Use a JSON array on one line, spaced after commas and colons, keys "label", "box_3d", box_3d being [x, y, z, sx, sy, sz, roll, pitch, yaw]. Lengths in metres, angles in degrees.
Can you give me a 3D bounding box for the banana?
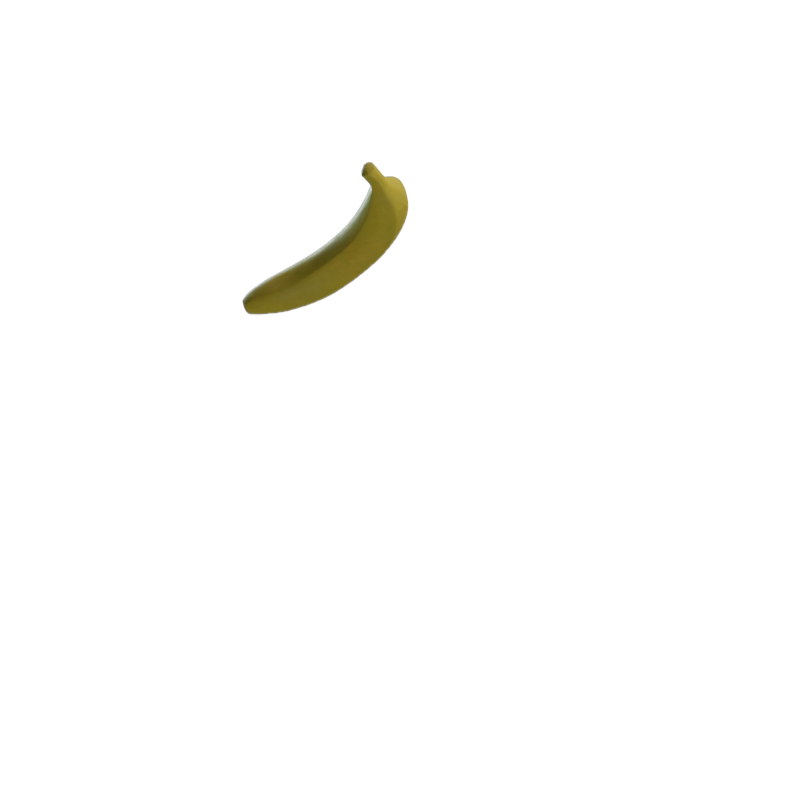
[{"label": "banana", "box_3d": [-0.050, -0.119, 0.863, 0.066, 0.039, 0.193, 21, -42, -27]}]
